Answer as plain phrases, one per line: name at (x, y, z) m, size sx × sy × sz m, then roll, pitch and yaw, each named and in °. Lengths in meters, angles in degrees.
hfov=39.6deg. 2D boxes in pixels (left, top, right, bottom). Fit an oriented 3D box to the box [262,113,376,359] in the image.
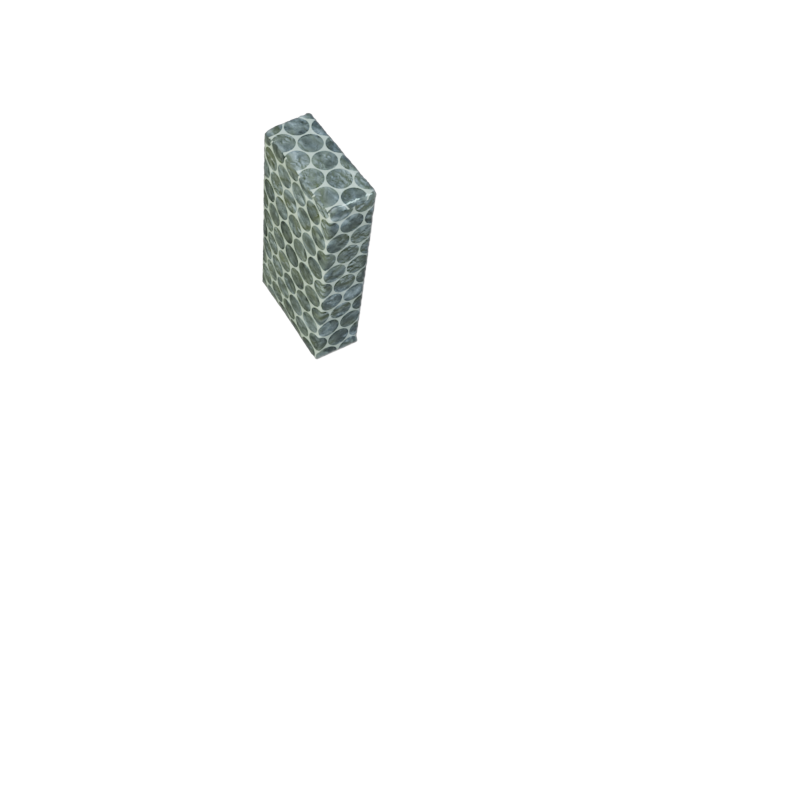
box at (-0.065, -0.118, 0.828) m, size 0.048 × 0.100 × 0.165 m, roll -25°, pitch -29°, yaw -19°
